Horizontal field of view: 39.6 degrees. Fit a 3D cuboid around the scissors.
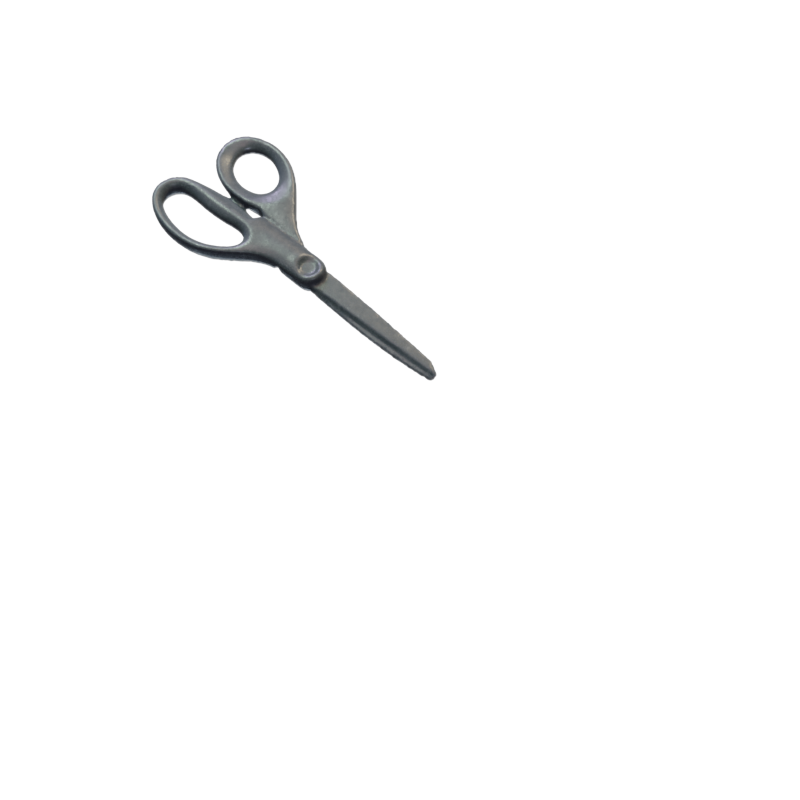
[{"bbox_3d":[-0.052,-0.094,0.659,0.208,0.099,0.015,25,-25,13],"label":"scissors"}]
